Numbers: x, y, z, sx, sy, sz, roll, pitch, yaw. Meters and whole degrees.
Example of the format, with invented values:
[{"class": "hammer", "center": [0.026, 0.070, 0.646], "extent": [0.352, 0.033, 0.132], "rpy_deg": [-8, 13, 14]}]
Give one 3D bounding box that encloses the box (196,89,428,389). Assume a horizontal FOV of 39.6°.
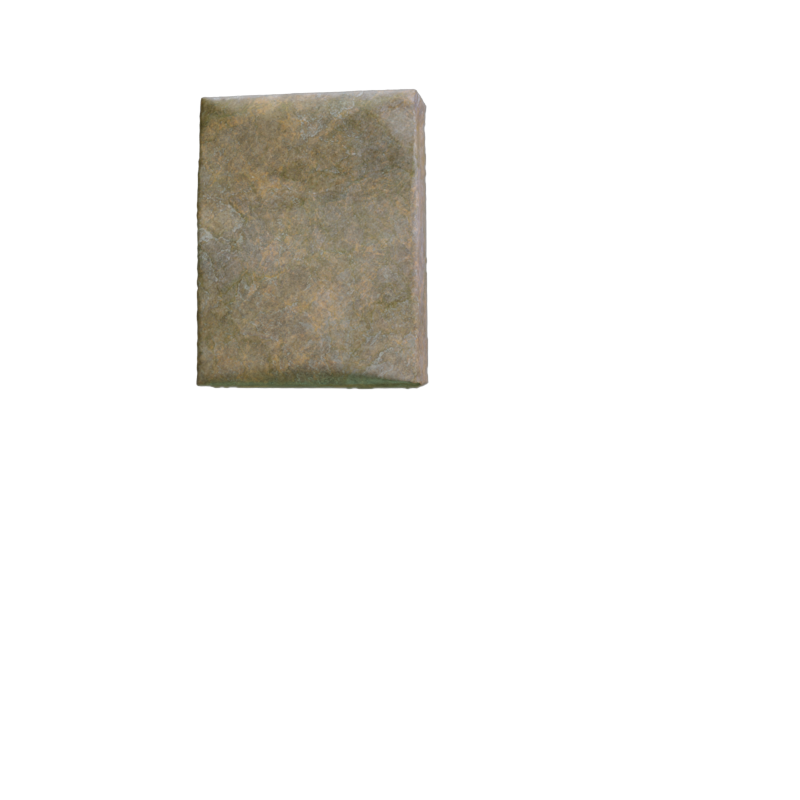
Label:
[{"class": "box", "center": [-0.064, -0.116, 0.816], "extent": [0.166, 0.216, 0.070], "rpy_deg": [-1, -4, 10]}]
